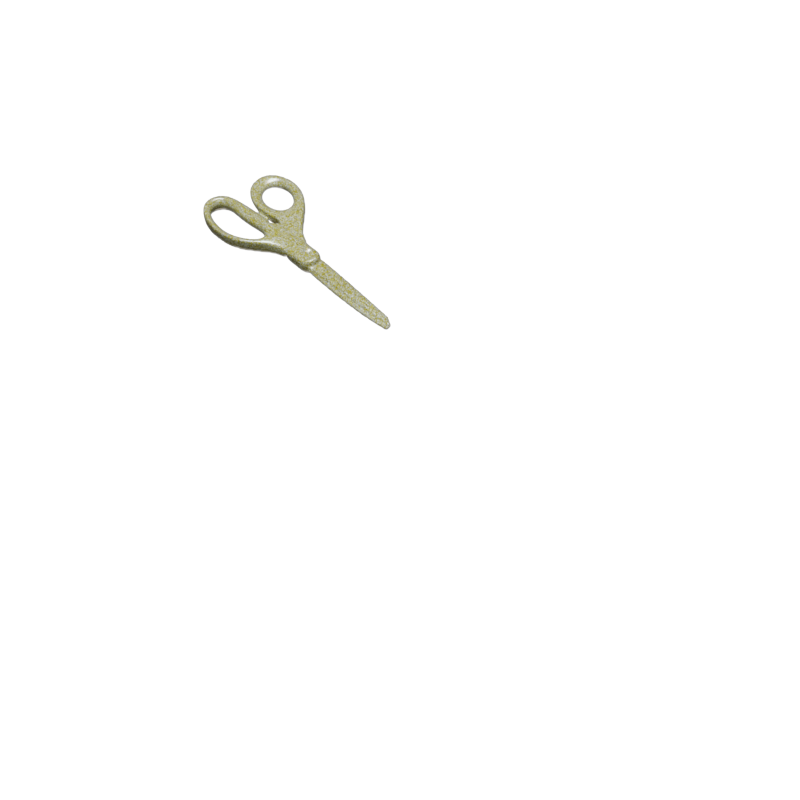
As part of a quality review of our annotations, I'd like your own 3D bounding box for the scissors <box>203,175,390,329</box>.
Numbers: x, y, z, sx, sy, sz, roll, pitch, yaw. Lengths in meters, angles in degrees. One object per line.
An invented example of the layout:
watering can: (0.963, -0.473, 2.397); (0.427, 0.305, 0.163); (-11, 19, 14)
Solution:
scissors: (-0.073, -0.134, 0.936); (0.211, 0.099, 0.015); (27, -35, 20)
